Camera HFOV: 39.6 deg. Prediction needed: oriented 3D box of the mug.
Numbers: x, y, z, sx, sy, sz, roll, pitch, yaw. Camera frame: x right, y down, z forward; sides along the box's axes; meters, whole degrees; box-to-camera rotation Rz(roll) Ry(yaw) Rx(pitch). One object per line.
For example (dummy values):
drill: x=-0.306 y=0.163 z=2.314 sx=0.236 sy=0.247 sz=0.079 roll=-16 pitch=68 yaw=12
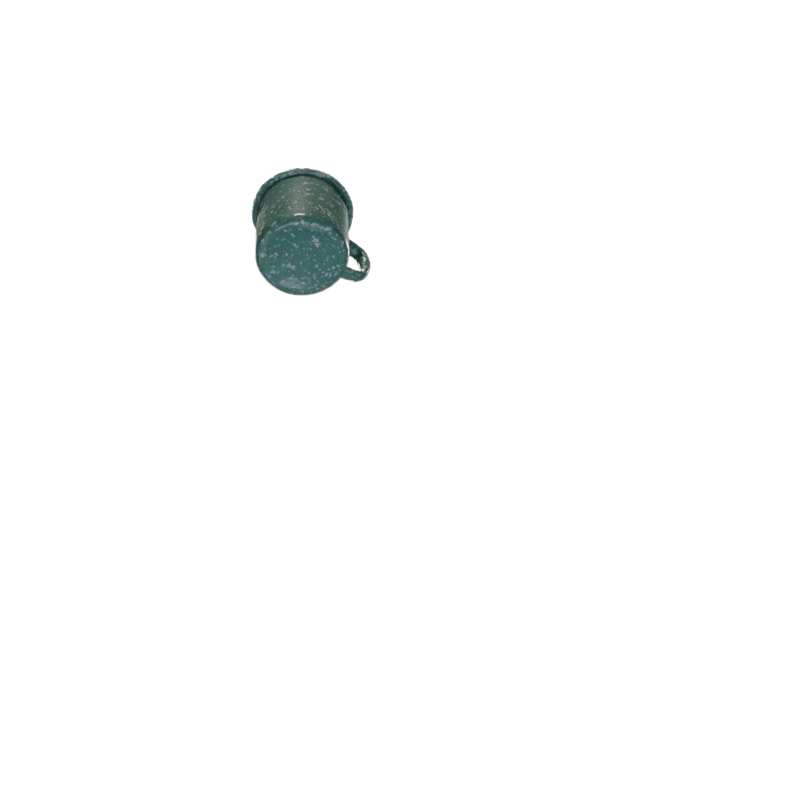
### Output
mug: x=-0.077 y=-0.141 z=0.984 sx=0.112 sy=0.091 sz=0.087 roll=31 pitch=28 yaw=-20
